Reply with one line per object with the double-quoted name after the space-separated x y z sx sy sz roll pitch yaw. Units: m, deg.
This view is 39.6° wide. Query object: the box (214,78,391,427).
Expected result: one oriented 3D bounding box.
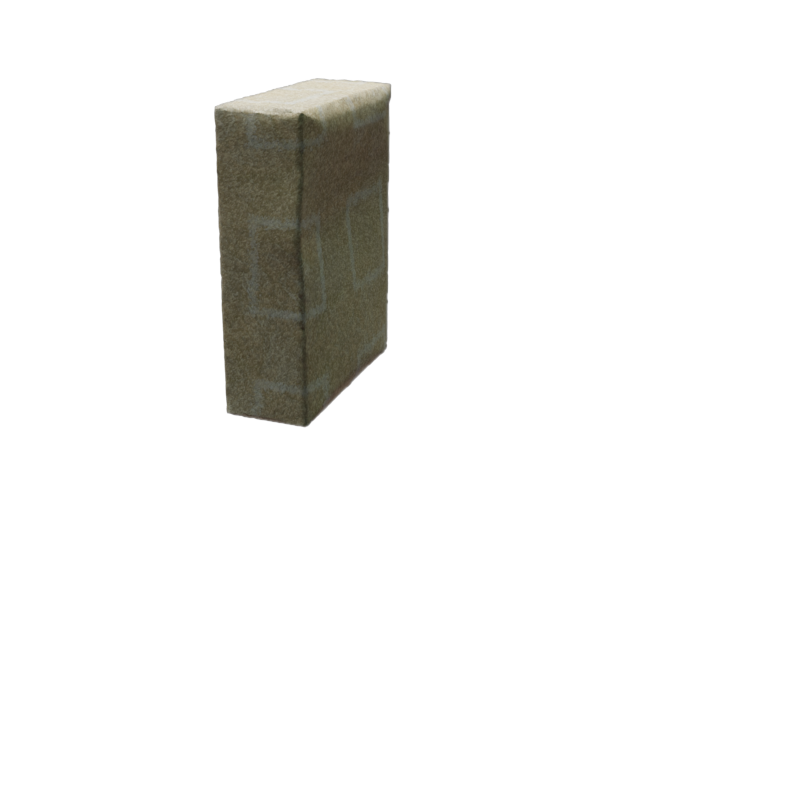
-0.062 -0.113 0.789 0.074 0.206 0.166 7 19 19 "box"
